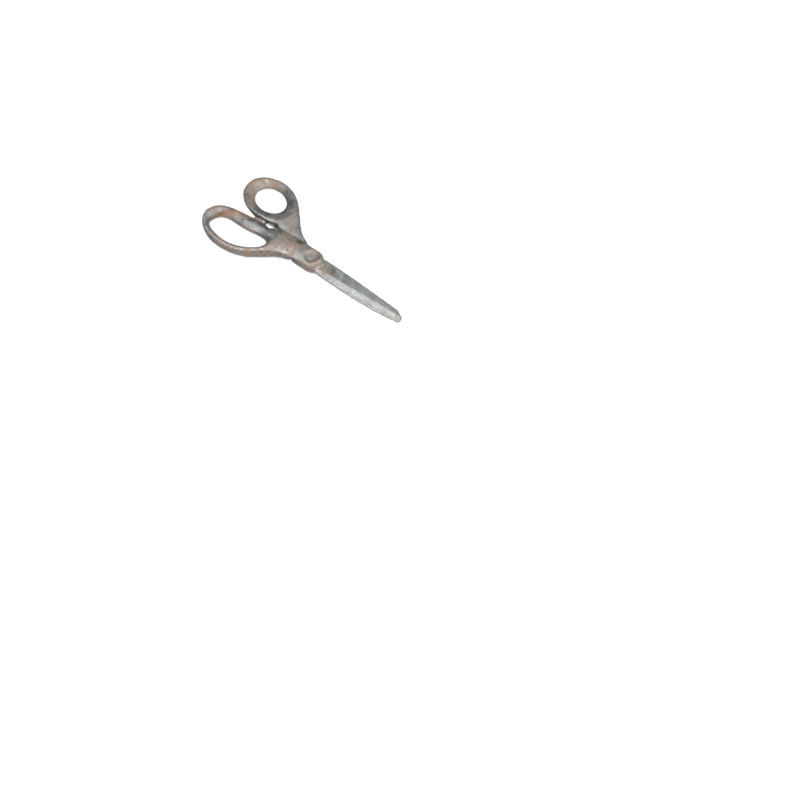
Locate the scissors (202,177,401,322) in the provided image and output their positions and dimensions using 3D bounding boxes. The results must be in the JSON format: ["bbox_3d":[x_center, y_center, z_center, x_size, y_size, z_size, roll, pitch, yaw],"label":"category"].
[{"bbox_3d":[-0.076,-0.139,0.977,0.207,0.100,0.015,20,-32,13],"label":"scissors"}]
